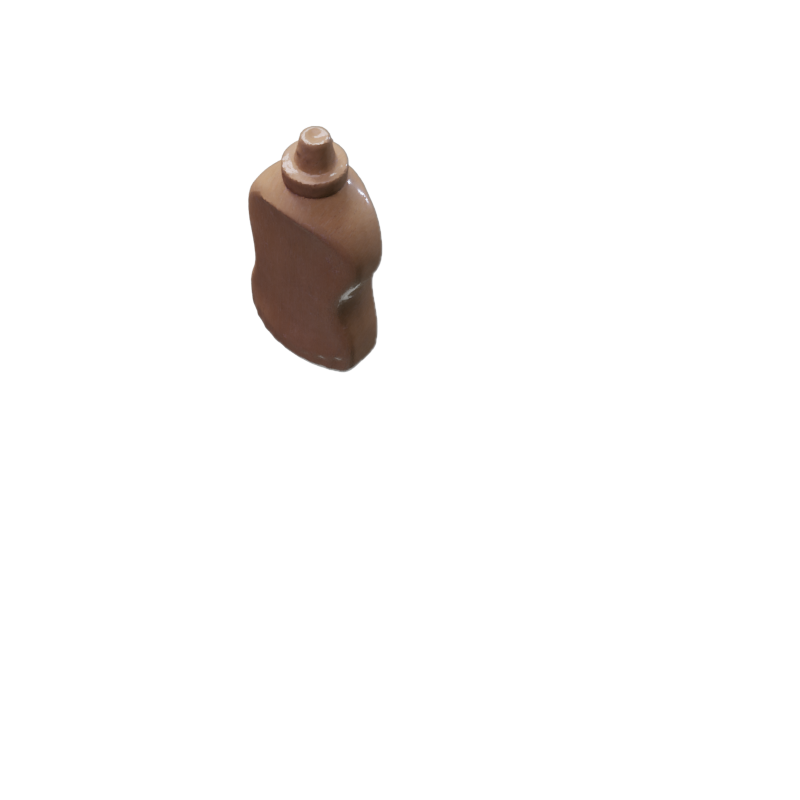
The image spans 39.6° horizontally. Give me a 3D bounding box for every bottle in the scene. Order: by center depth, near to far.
[{"bbox_3d":[-0.056,-0.103,0.719,0.059,0.102,0.179,-39,-24,-26],"label":"bottle"}]
